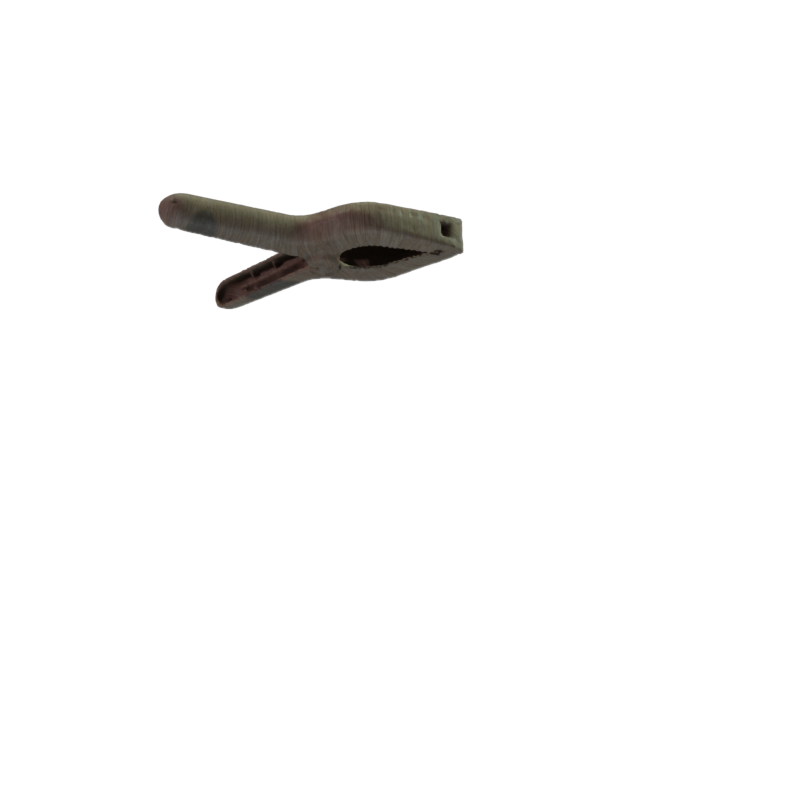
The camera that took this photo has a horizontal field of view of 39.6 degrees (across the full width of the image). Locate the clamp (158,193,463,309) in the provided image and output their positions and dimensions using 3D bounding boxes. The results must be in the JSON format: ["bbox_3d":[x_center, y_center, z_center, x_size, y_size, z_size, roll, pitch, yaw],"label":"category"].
[{"bbox_3d":[-0.063,-0.114,0.800,0.213,0.038,0.154,-5,-19,14],"label":"clamp"}]
